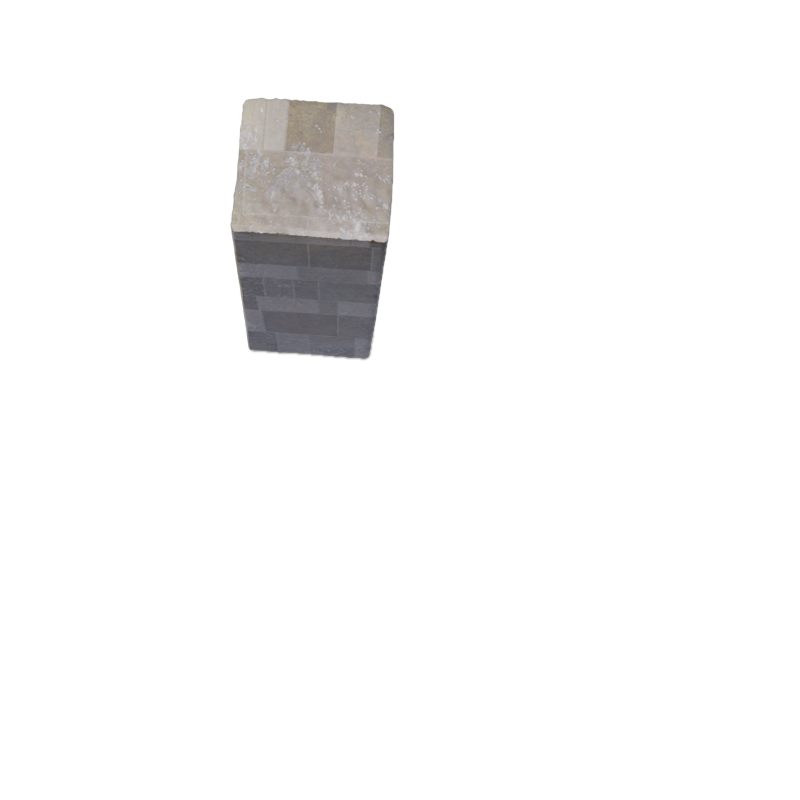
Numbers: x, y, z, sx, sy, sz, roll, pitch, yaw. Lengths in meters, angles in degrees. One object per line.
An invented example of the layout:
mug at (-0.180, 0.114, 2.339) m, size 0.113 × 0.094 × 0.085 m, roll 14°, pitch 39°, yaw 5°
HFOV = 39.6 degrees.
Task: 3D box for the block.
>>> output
block at (-0.056, -0.104, 0.724) m, size 0.091 × 0.094 × 0.197 m, roll 4°, pitch -18°, yaw -2°
